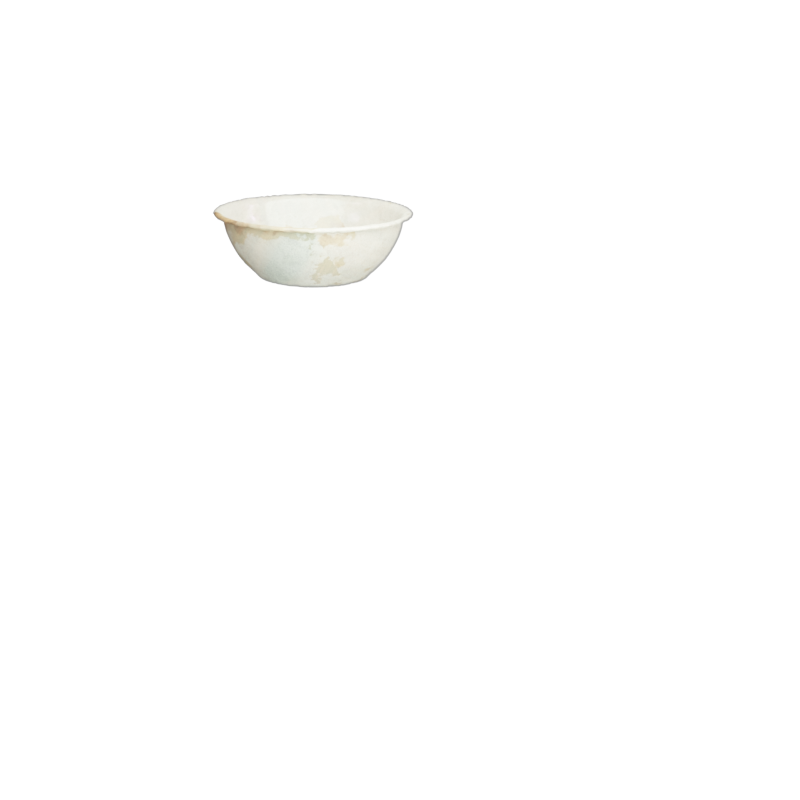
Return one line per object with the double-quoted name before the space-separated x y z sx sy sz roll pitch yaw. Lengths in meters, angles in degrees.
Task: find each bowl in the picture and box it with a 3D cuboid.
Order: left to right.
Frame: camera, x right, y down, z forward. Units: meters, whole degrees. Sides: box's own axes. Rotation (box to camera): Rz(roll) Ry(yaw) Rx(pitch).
"bowl" -0.071 -0.129 0.905 0.162 0.053 0.168 -1 19 -2
